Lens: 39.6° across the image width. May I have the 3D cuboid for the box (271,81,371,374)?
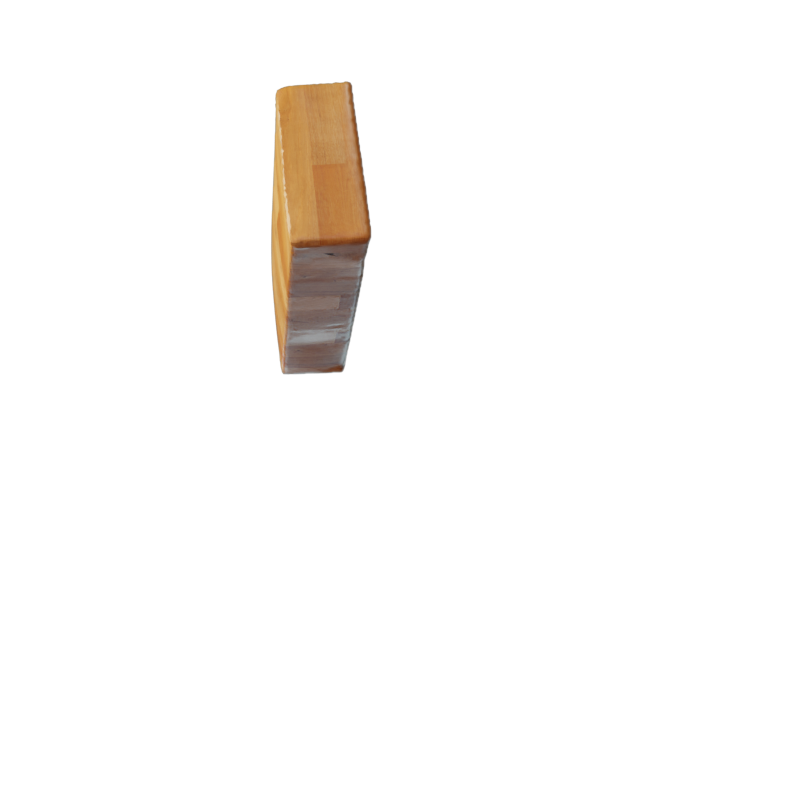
[{"bbox_3d":[-0.048,-0.087,0.612,0.048,0.099,0.167,-5,-22,-6],"label":"box"}]
